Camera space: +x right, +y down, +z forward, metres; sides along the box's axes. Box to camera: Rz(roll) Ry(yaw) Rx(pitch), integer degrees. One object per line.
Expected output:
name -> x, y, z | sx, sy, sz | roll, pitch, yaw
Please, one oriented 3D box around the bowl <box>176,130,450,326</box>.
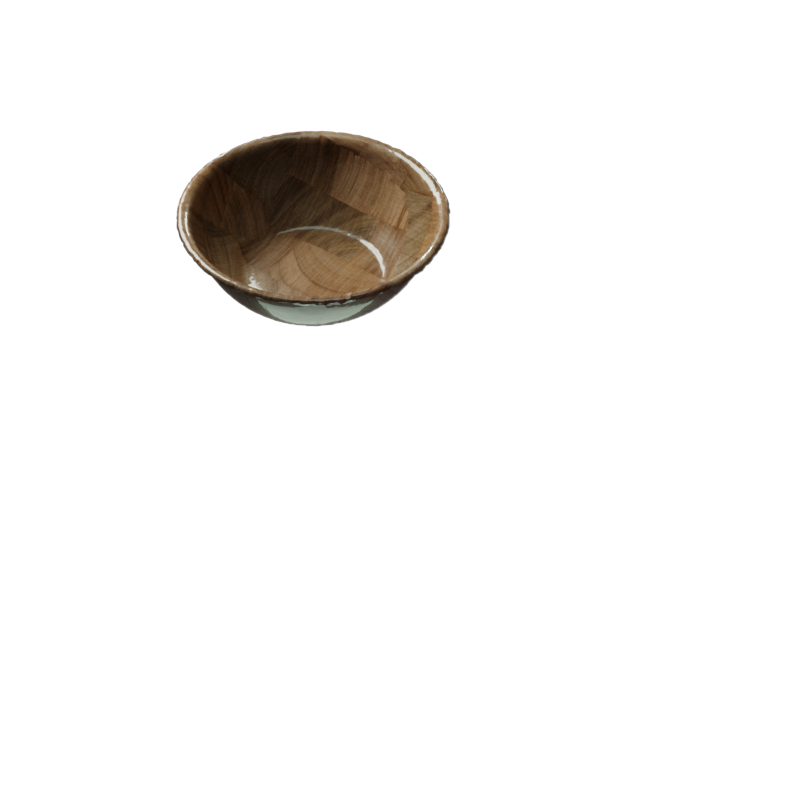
bowl -> -0.053, -0.096, 0.671 | 0.162, 0.174, 0.051 | -1, -45, -1
